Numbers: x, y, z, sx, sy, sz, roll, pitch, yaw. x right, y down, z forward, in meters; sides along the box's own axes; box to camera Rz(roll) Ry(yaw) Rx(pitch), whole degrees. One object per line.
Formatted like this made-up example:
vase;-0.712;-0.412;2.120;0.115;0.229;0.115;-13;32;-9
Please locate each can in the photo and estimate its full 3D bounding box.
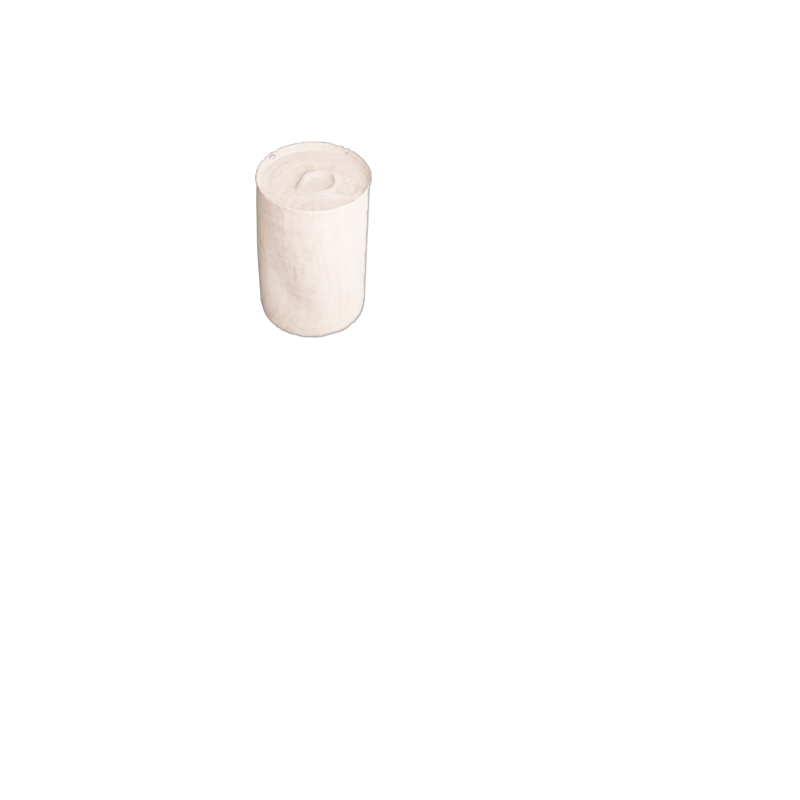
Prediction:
can;-0.053;-0.096;0.675;0.068;0.095;0.074;0;44;-3
